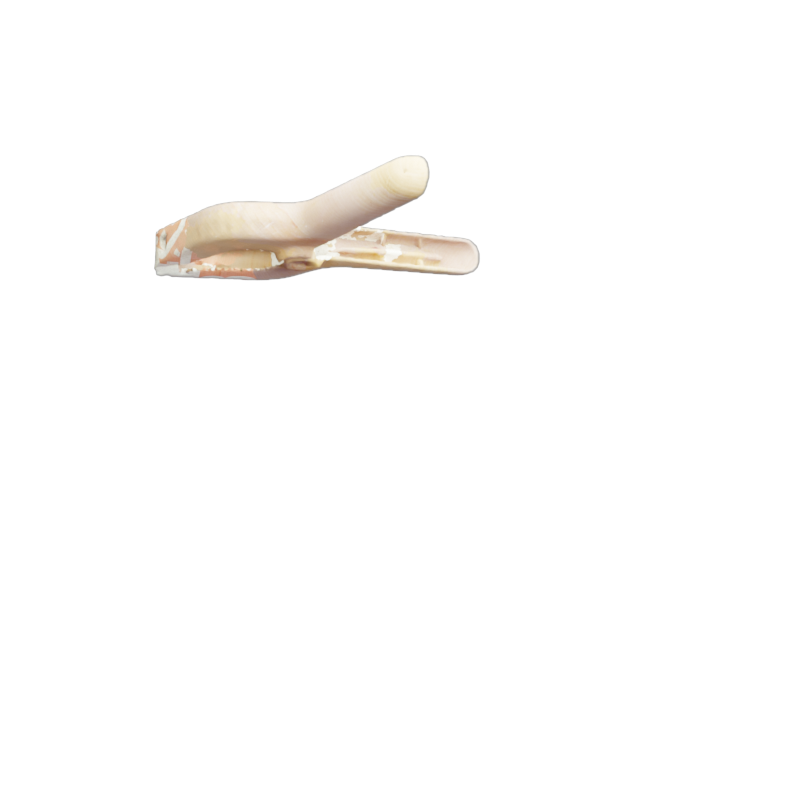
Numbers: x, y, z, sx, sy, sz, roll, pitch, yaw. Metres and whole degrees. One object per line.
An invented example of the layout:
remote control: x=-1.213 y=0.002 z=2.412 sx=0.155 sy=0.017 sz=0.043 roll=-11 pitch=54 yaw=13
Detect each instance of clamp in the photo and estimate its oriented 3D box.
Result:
clamp: x=-0.056 y=-0.102 z=0.712 sx=0.214 sy=0.038 sz=0.155 roll=-6 pitch=-15 yaw=23
